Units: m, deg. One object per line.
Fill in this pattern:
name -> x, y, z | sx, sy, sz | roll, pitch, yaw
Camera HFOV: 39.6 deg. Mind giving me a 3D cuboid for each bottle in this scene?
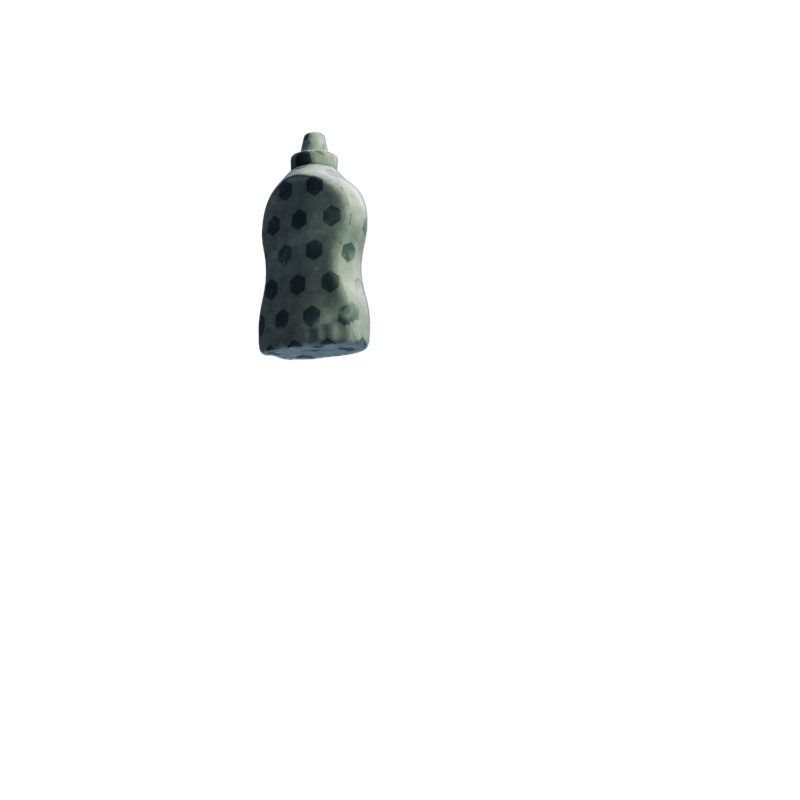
bottle -> -0.073, -0.133, 0.936 | 0.098, 0.198, 0.055 | -10, -16, 34
